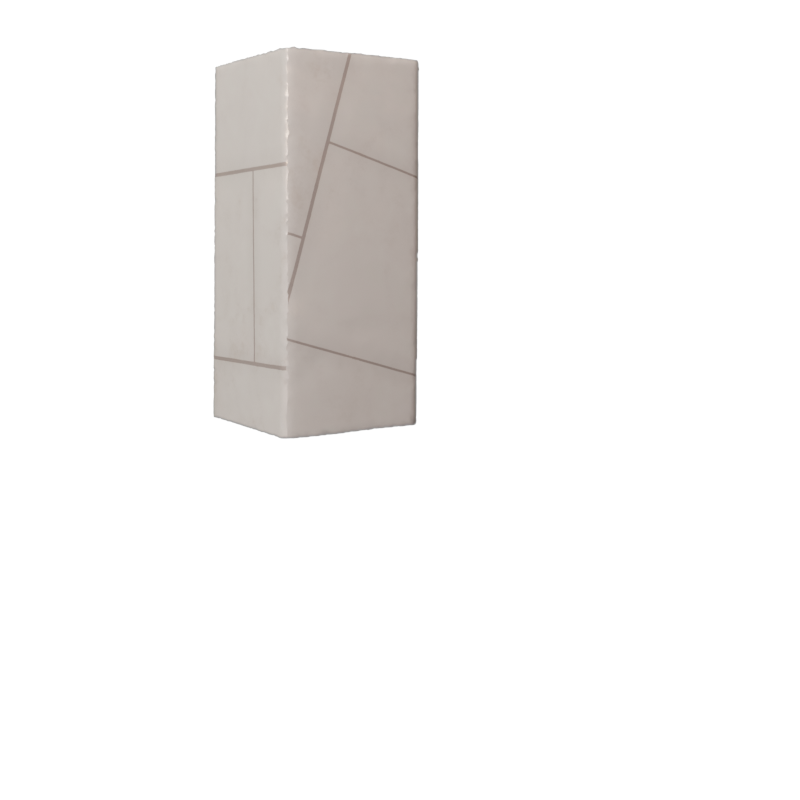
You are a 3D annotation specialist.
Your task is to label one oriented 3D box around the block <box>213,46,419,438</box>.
[{"bbox_3d":[-0.049,-0.091,0.638,0.087,0.206,0.094,-1,2,-34],"label":"block"}]
